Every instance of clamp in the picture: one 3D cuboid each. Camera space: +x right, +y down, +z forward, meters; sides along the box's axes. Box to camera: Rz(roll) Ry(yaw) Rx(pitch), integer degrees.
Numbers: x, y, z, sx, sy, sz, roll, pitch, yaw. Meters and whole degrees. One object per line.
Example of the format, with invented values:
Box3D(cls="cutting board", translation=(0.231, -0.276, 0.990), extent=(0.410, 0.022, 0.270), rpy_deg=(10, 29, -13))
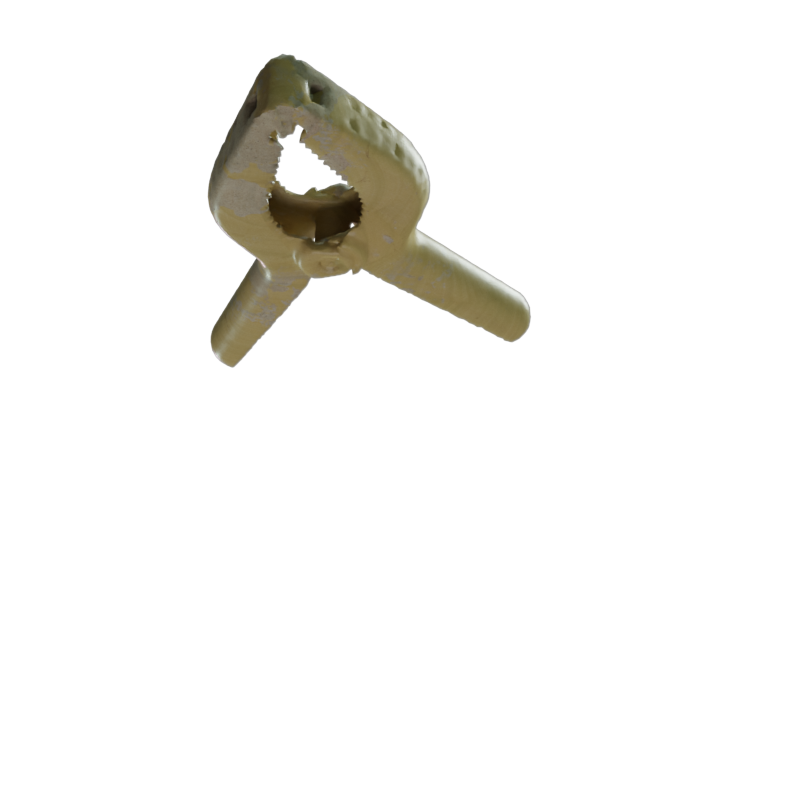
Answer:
Box3D(cls="clamp", translation=(-0.039, -0.072, 0.504), extent=(0.167, 0.039, 0.194), rpy_deg=(-9, -30, 15))
